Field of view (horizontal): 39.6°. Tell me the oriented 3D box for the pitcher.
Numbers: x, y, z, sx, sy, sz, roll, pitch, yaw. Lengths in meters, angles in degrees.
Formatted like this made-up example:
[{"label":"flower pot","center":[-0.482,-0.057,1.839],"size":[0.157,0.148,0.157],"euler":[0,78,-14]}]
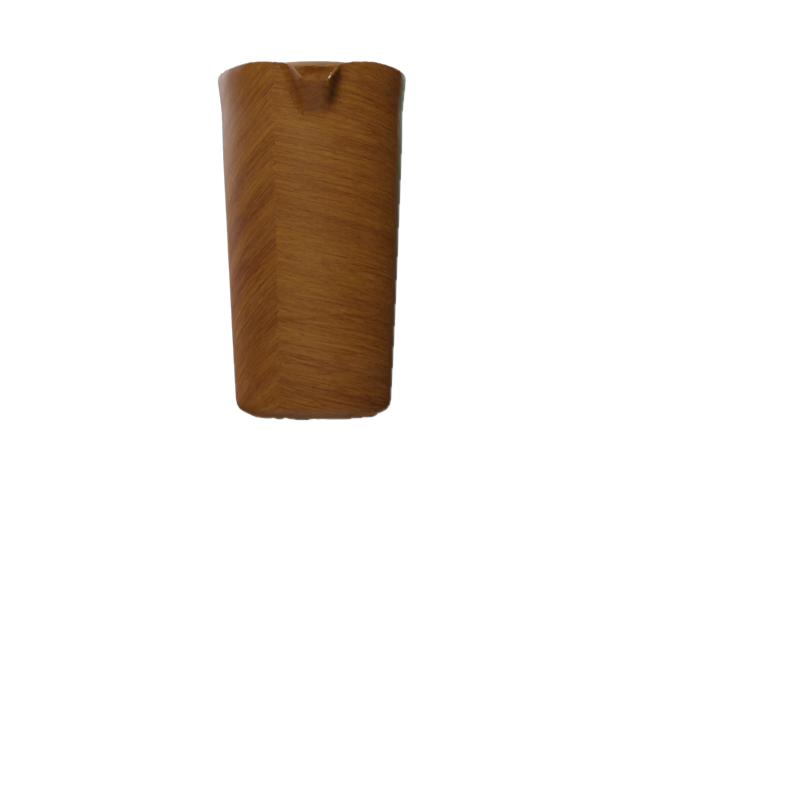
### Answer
[{"label":"pitcher","center":[-0.062,-0.113,0.788],"size":[0.150,0.245,0.143],"euler":[-2,-3,40]}]
